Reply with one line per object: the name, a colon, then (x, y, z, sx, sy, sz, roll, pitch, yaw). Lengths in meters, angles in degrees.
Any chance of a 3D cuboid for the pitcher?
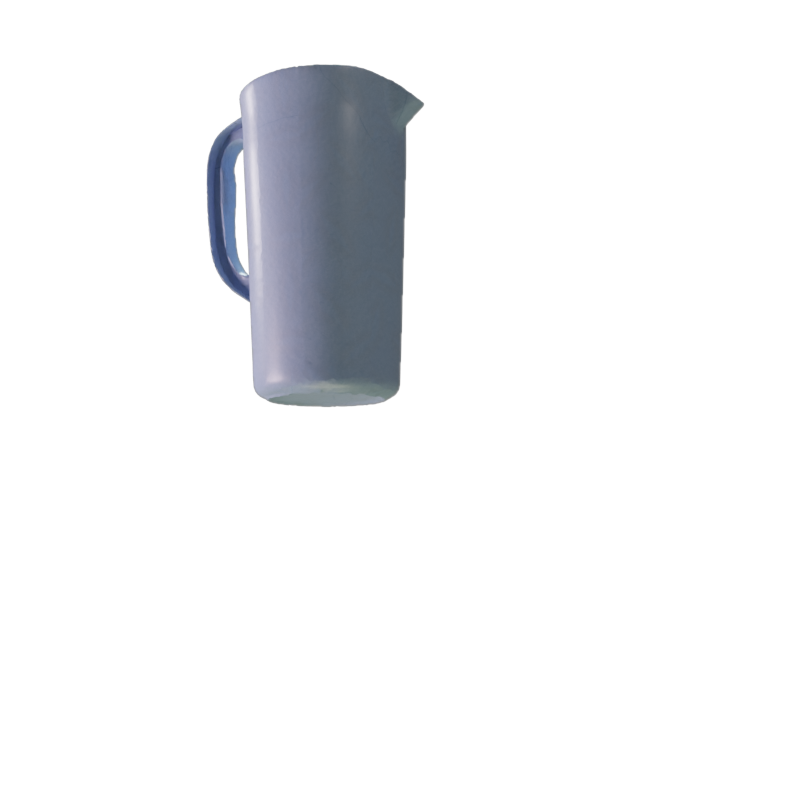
pitcher: (-0.066, -0.121, 0.845, 0.141, 0.251, 0.148, 3, -13, -18)
